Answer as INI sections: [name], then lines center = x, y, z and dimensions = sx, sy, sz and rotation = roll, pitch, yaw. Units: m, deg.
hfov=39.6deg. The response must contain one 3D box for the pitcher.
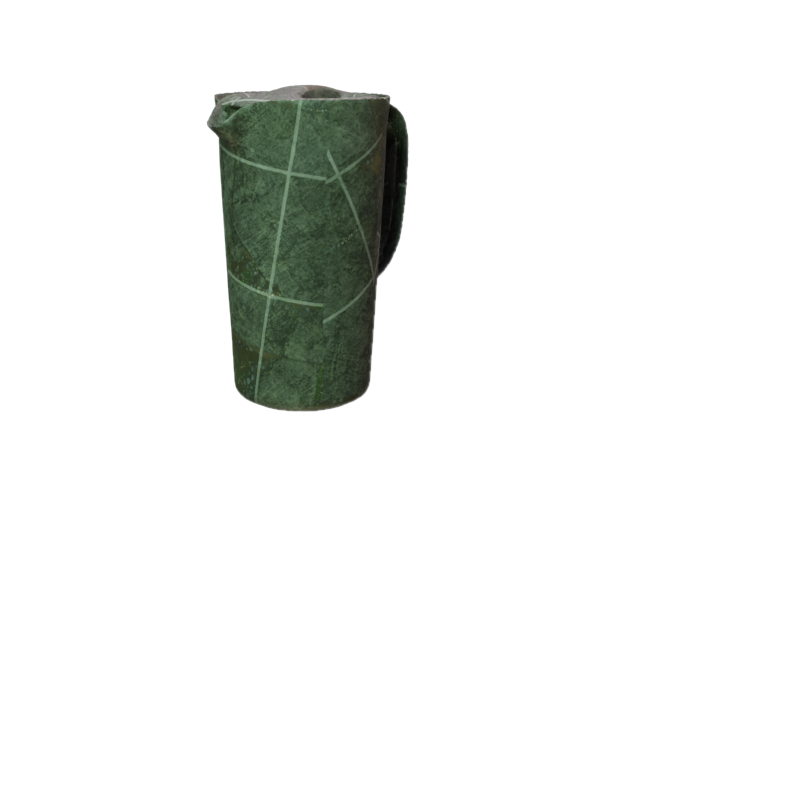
[pitcher]
center = -0.068, -0.124, 0.866
dimensions = 0.150, 0.236, 0.149
rotation = 1, 13, 1
